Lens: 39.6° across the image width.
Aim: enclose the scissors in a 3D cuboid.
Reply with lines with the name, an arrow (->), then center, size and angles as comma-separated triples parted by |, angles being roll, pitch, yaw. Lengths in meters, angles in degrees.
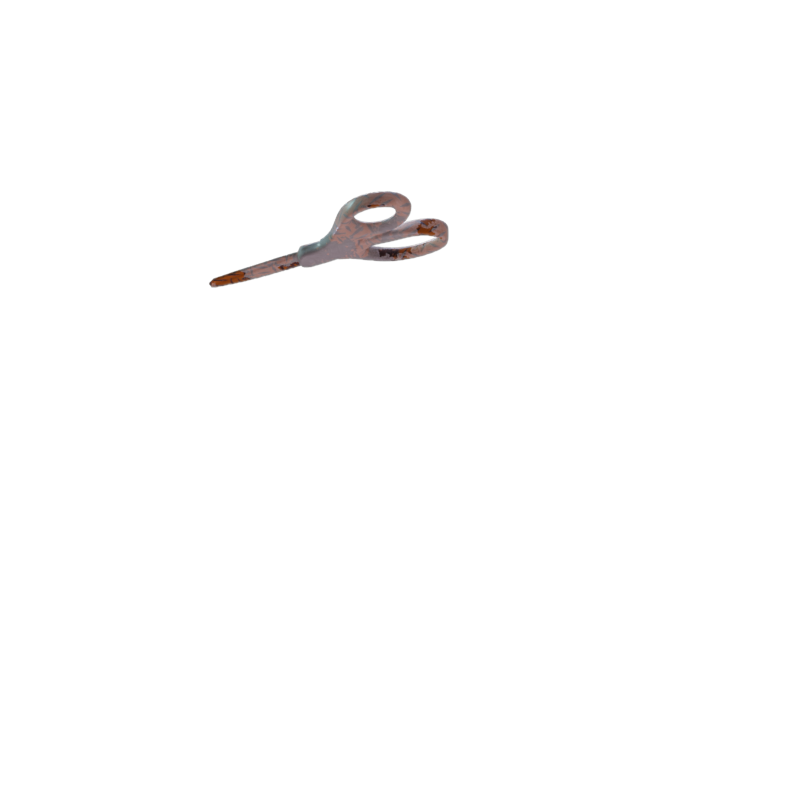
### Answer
scissors -> -0.066, -0.120, 0.839 | 0.204, 0.017, 0.089 | -6, -24, 13
